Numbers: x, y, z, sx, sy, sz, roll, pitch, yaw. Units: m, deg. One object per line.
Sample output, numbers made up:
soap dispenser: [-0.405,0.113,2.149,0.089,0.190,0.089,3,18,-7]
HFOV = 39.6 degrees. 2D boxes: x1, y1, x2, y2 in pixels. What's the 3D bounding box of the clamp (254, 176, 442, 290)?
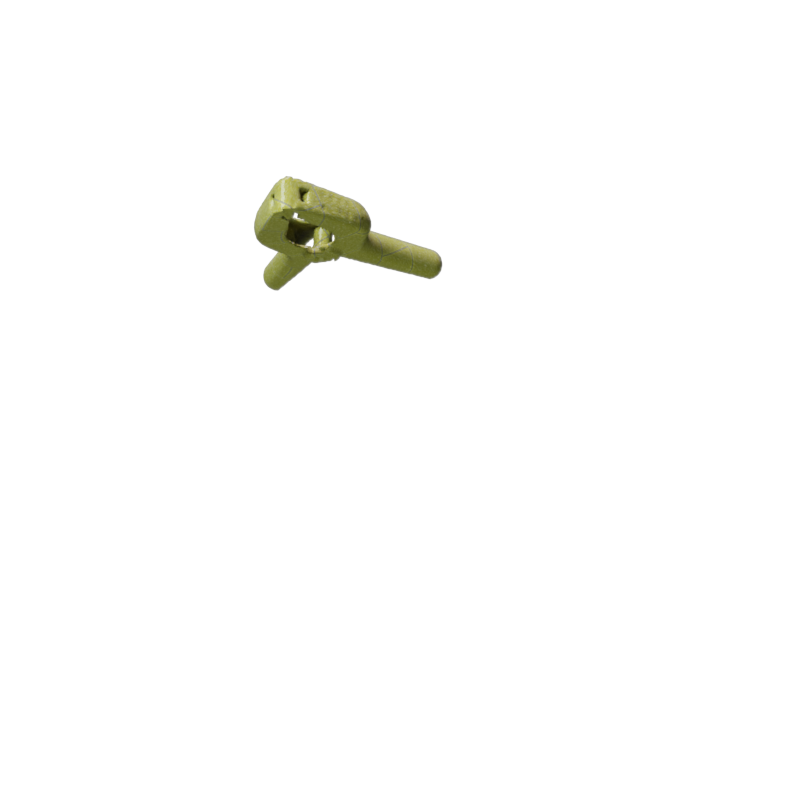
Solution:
clamp: [-0.073,-0.132,0.927,0.168,0.038,0.198,-5,-14,21]
